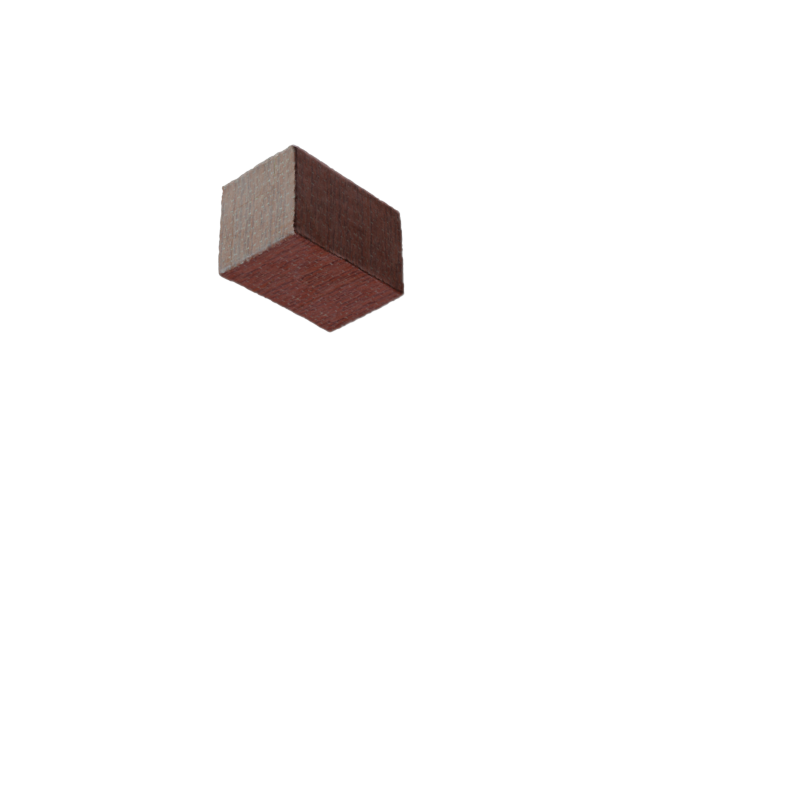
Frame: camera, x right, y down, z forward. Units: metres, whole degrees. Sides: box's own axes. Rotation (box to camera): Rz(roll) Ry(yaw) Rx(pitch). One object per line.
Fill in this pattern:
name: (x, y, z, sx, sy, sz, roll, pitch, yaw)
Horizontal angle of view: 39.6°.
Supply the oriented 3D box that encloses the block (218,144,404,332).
block: (-0.042, -0.077, 0.536, 0.053, 0.055, 0.073, -25, -38, 35)
